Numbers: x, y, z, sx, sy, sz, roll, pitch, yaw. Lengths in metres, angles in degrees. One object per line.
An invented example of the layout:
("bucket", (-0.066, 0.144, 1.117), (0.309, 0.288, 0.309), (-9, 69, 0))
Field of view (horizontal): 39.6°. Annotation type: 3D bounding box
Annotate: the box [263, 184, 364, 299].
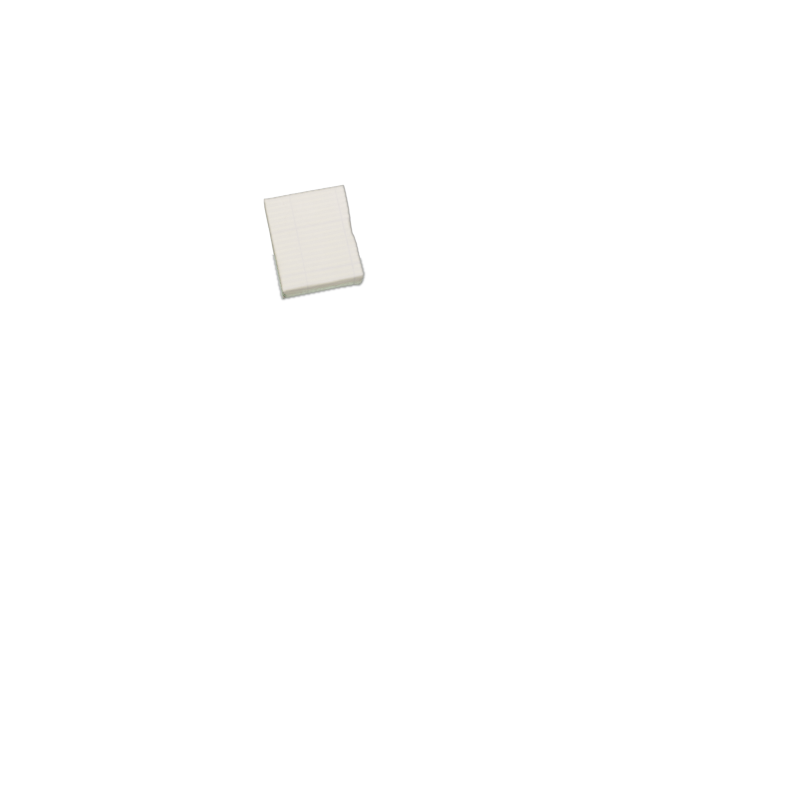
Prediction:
("box", (-0.076, -0.139, 0.972), (0.073, 0.093, 0.029), (-11, -17, -4))
